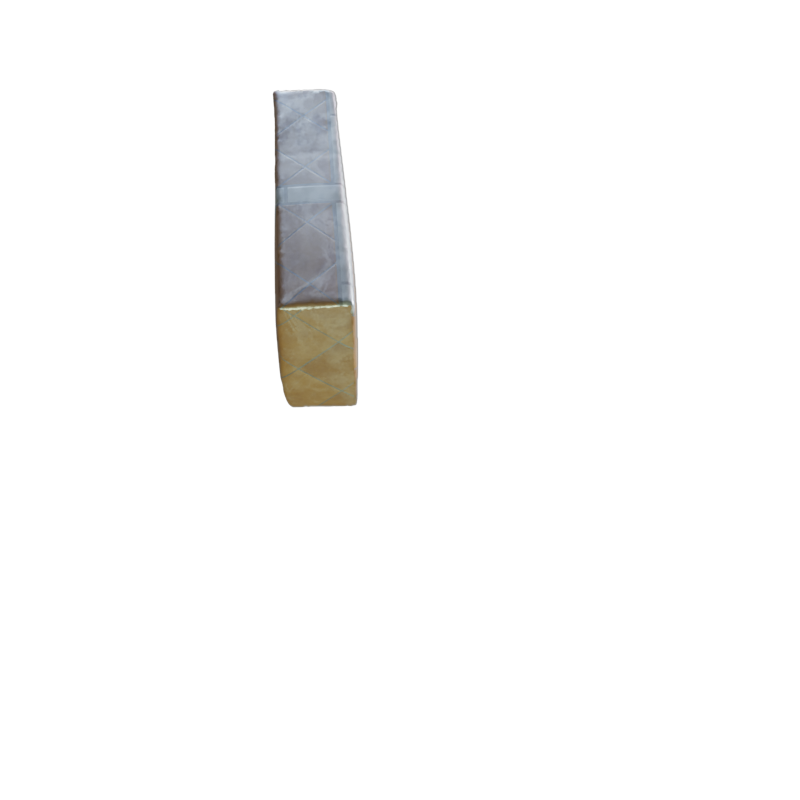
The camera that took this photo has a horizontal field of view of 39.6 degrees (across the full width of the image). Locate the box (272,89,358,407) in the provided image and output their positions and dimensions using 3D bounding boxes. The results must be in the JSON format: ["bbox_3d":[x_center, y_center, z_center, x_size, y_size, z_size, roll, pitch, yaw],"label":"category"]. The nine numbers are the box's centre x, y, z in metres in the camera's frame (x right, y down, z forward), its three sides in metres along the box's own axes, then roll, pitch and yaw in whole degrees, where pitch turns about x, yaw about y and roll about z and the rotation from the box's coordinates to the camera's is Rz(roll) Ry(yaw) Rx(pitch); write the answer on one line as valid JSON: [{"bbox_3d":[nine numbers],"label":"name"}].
[{"bbox_3d":[-0.051,-0.093,0.651,0.048,0.189,0.087,-2,-39,-2],"label":"box"}]
